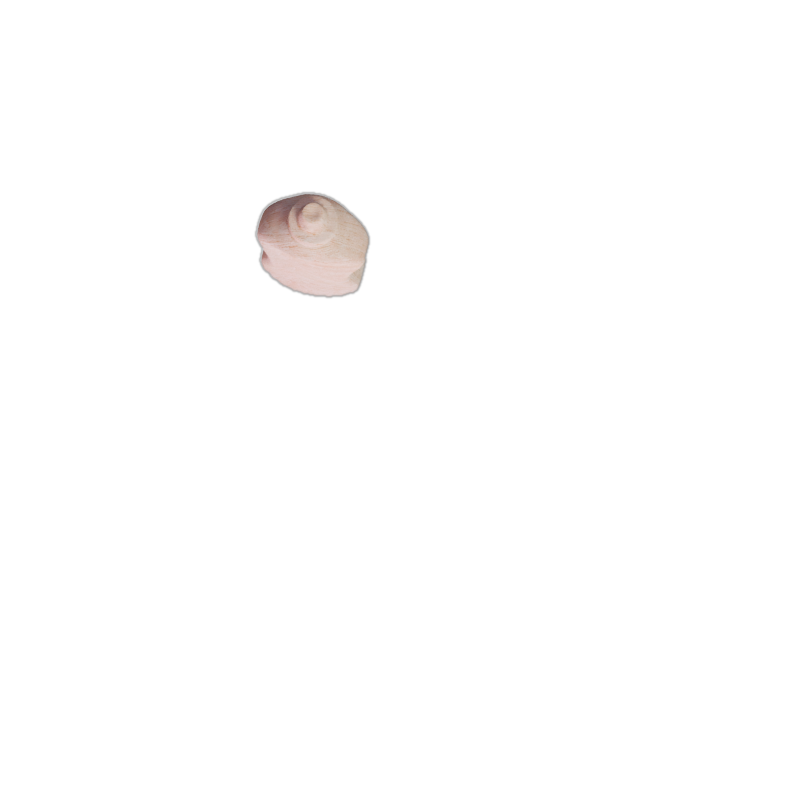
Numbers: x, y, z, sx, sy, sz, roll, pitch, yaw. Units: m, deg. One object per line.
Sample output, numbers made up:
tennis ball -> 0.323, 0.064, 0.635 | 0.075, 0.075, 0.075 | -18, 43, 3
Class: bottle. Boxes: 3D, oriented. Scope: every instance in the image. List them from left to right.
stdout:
bottle -> -0.076, -0.137, 0.964 | 0.096, 0.060, 0.187 | 17, -8, -1
